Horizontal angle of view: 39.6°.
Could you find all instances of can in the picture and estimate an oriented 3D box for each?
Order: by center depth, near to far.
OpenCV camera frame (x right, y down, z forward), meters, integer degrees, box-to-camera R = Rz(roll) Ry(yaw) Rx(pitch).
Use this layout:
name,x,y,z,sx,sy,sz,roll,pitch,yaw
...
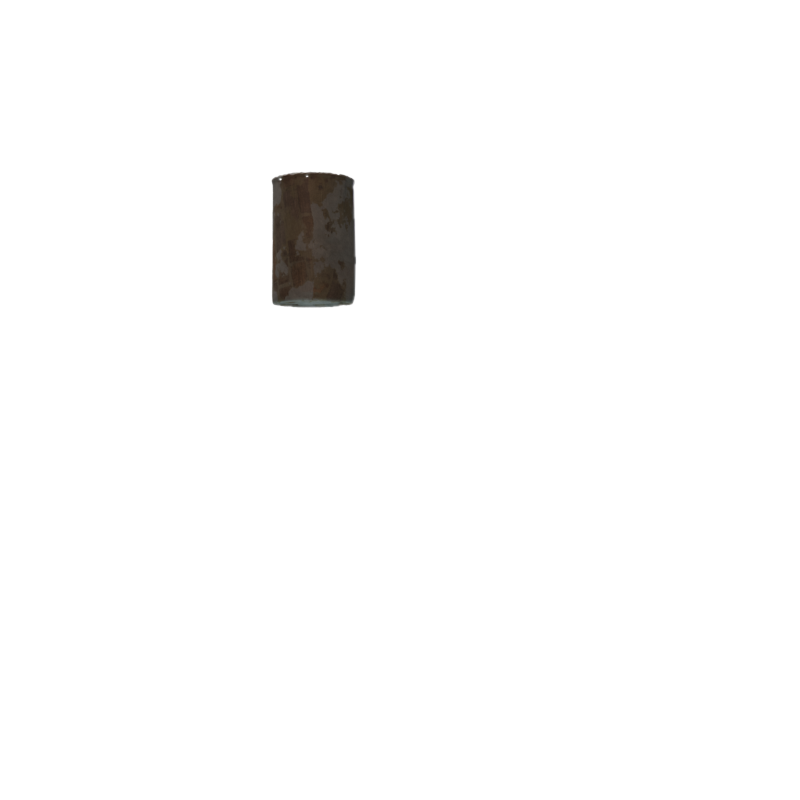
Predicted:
name,x,y,z,sx,sy,sz,roll,pitch,yaw
can,-0.070,-0.128,0.899,0.068,0.104,0.068,0,-5,-2
